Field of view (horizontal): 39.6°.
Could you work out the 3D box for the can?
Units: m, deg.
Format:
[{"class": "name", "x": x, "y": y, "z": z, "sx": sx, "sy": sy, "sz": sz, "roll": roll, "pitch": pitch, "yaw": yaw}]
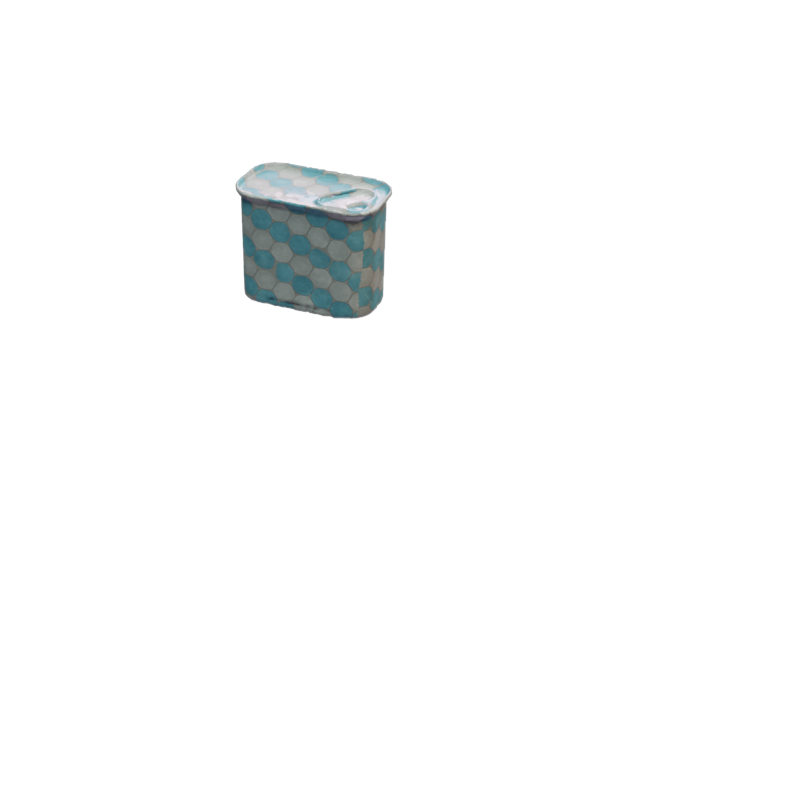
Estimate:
[{"class": "can", "x": -0.059, "y": -0.108, "z": 0.755, "sx": 0.105, "sy": 0.079, "sz": 0.059, "roll": 13, "pitch": 33, "yaw": 18}]
